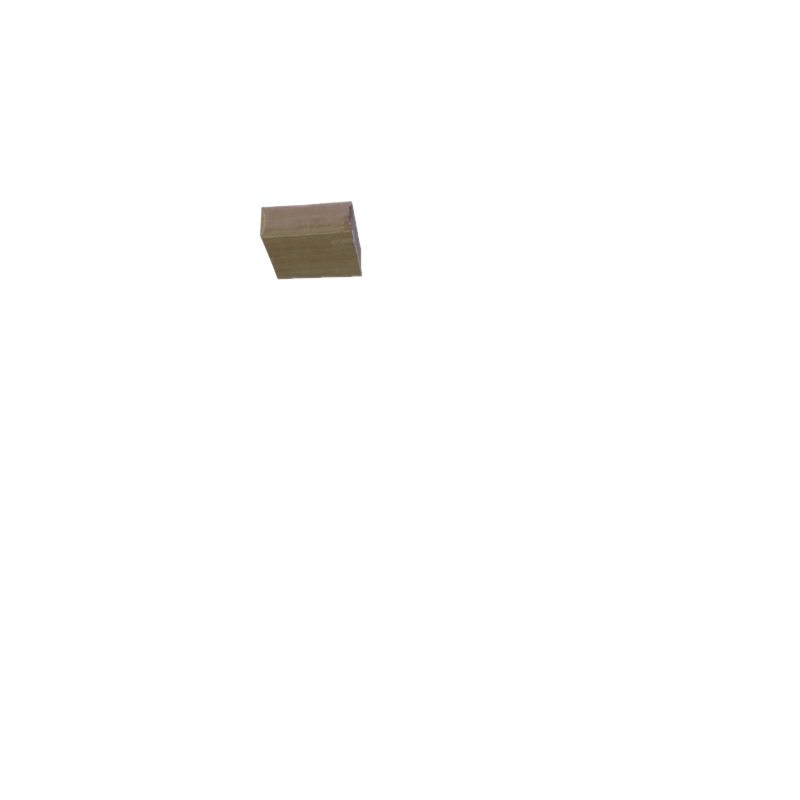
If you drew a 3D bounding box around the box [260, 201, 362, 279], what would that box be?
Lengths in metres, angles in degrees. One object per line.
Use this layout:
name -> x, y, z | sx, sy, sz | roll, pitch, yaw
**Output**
box -> -0.071, -0.129, 0.903 | 0.074, 0.032, 0.084 | -2, -19, 5
